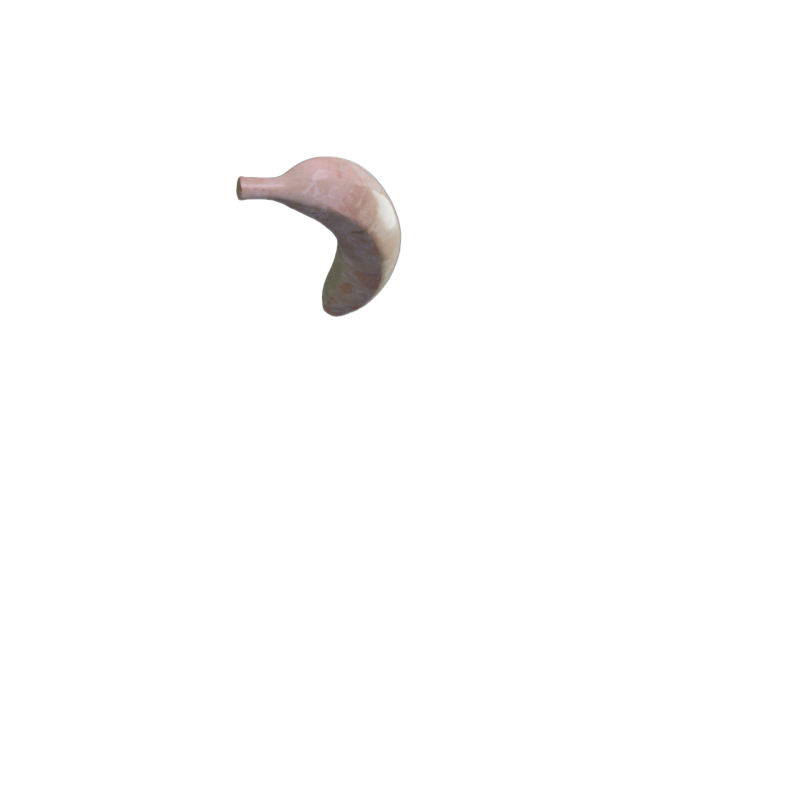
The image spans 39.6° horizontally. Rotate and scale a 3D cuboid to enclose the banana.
[{"bbox_3d":[-0.033,-0.095,0.638,0.070,0.039,0.186,-4,-18,11],"label":"banana"}]
